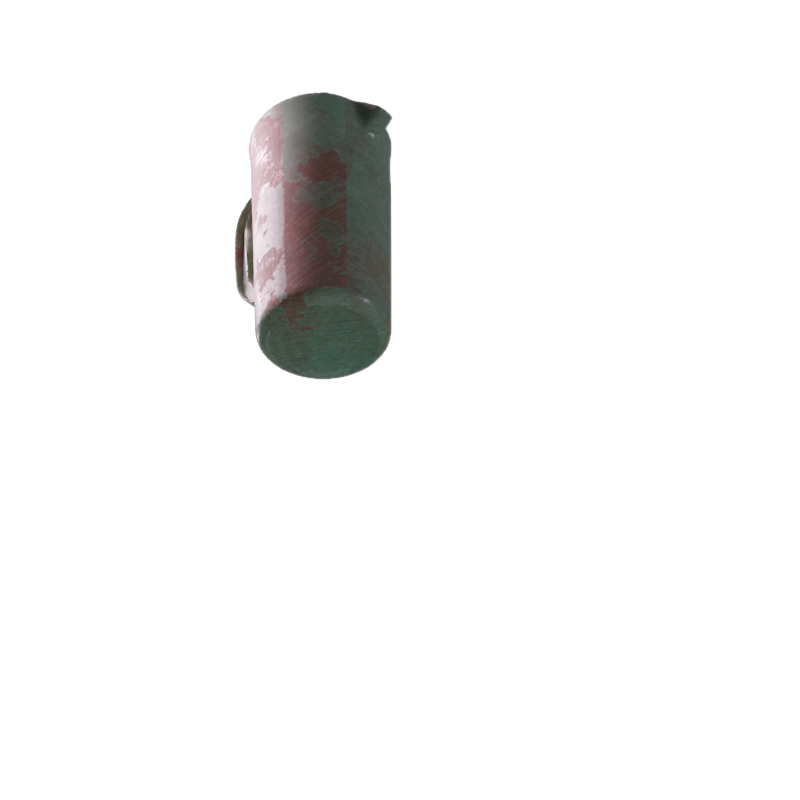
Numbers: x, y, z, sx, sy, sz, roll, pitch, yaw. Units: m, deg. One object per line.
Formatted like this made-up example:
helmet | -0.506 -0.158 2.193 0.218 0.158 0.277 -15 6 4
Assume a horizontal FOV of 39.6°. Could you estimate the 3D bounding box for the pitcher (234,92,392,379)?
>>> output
pitcher | -0.075 -0.137 0.958 0.144 0.261 0.139 0 -42 -4
